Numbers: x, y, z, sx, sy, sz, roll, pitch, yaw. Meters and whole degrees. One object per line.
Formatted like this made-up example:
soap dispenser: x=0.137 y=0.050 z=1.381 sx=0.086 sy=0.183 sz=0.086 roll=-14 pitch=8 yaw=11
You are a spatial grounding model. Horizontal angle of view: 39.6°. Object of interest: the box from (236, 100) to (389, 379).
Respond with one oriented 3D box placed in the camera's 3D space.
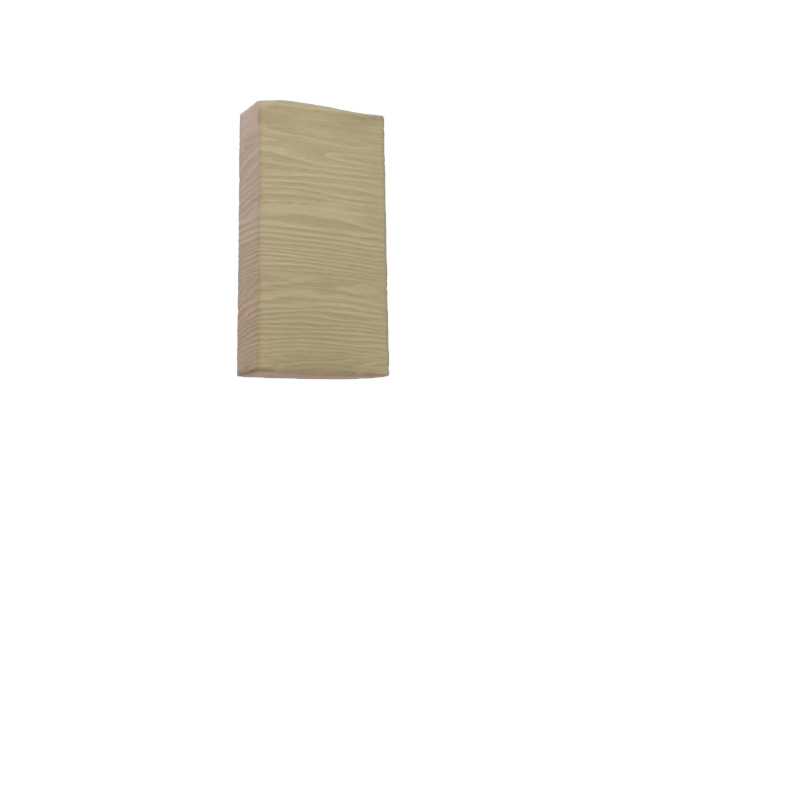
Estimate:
box: x=-0.056 y=-0.103 z=0.721 sx=0.090 sy=0.181 sz=0.048 roll=4 pitch=-11 yaw=-26
